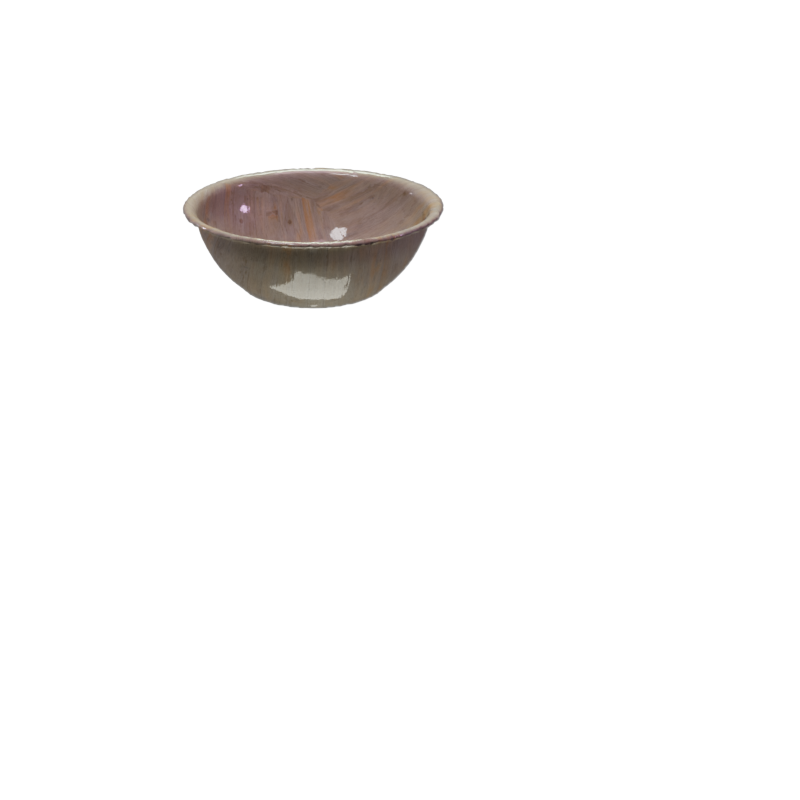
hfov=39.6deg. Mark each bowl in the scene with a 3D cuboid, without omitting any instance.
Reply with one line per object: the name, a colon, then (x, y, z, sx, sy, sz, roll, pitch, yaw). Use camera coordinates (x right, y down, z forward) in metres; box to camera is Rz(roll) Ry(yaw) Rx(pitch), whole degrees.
bowl: (-0.055, -0.100, 0.699, 0.162, 0.052, 0.171, -1, 25, -2)
